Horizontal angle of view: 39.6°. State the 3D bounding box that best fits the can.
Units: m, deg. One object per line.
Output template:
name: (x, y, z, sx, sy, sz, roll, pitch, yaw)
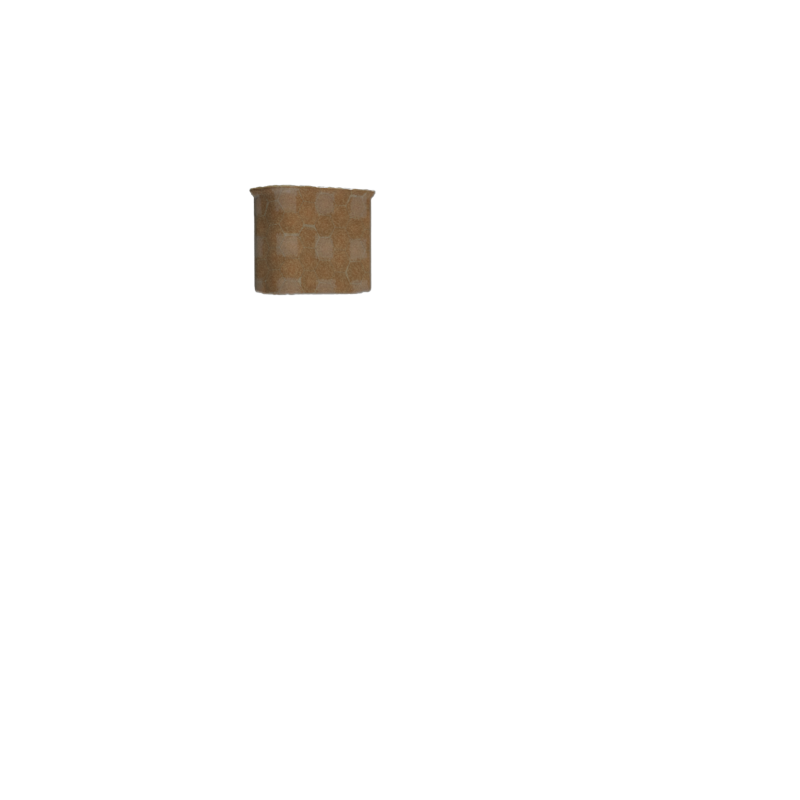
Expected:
can: (-0.069, -0.126, 0.880, 0.098, 0.084, 0.060, -2, 2, -40)
